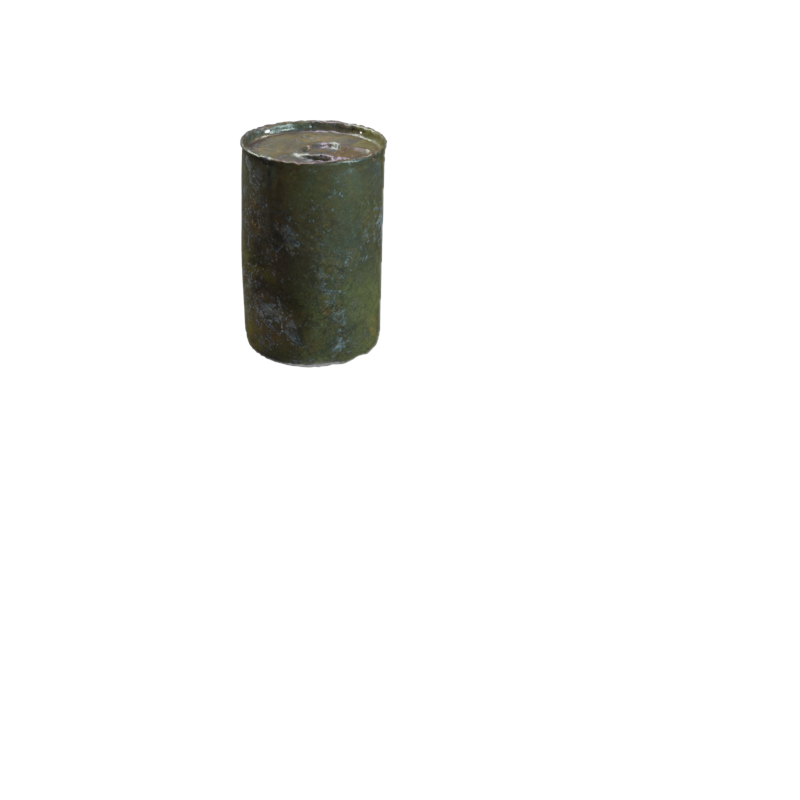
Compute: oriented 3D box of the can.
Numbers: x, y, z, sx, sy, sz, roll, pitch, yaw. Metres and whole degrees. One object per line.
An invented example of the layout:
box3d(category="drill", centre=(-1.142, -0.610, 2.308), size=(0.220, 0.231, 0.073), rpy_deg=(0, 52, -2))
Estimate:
box3d(category="can", centre=(-0.041, -0.076, 0.529), size=(0.068, 0.097, 0.072), rpy_deg=(0, 25, -2))
